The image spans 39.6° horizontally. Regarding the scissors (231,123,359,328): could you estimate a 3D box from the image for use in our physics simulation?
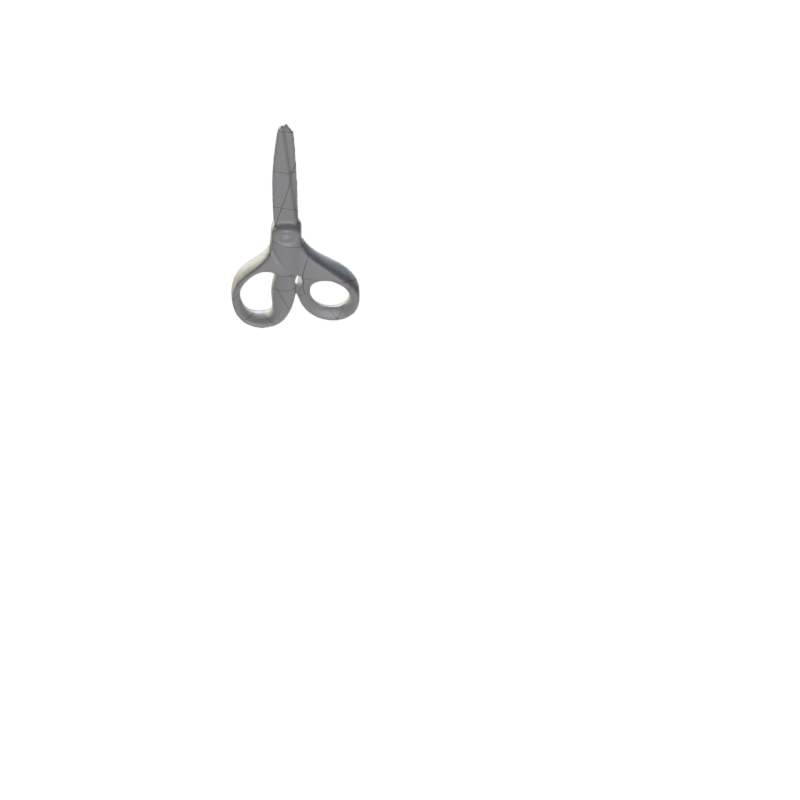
[{"bbox_3d":[-0.055,-0.101,0.706,0.094,0.017,0.194,10,-32,-17],"label":"scissors"}]
